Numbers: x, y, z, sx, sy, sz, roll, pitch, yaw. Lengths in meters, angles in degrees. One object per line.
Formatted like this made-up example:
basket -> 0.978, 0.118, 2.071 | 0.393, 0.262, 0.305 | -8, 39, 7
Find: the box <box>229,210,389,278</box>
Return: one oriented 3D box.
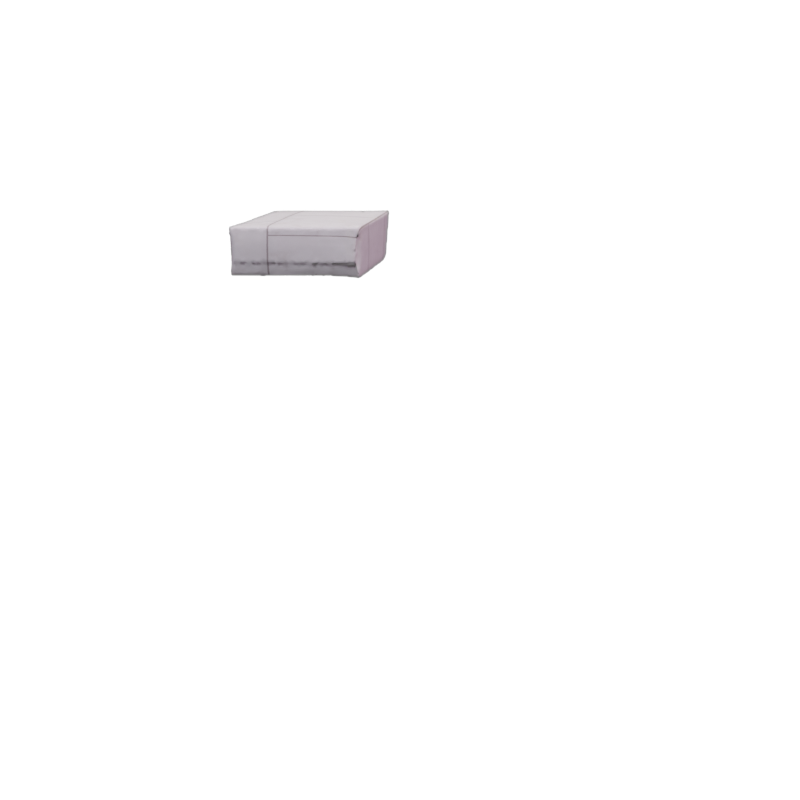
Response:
box -> -0.061, -0.111, 0.777 | 0.091, 0.038, 0.114 | 2, 13, 11
